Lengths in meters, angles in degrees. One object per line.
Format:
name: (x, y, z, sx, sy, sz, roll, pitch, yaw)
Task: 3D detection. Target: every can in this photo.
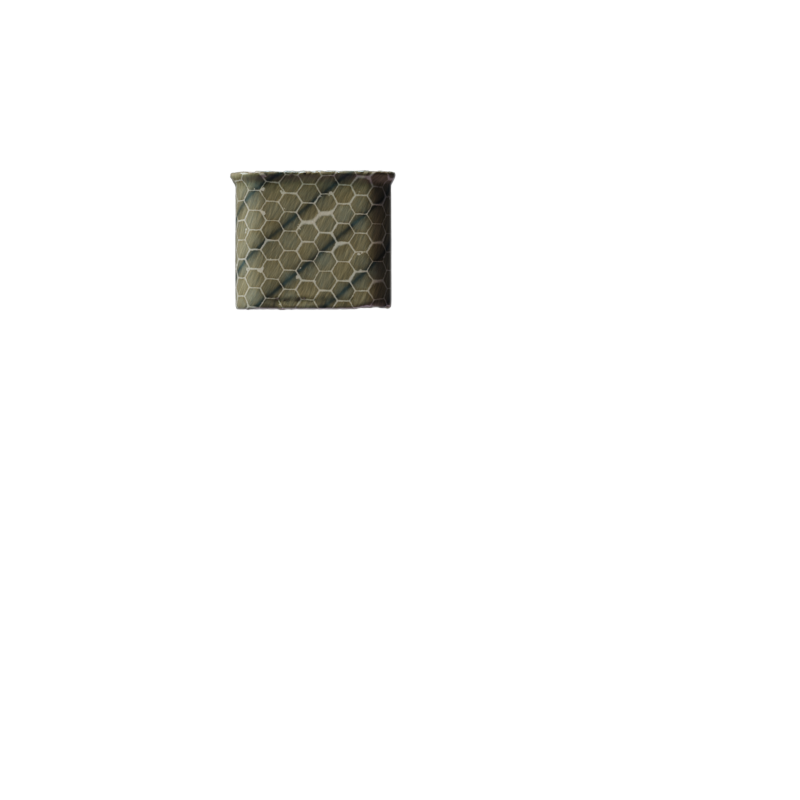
can: (-0.054, -0.098, 0.689, 0.102, 0.084, 0.057, 0, 0, 0)
